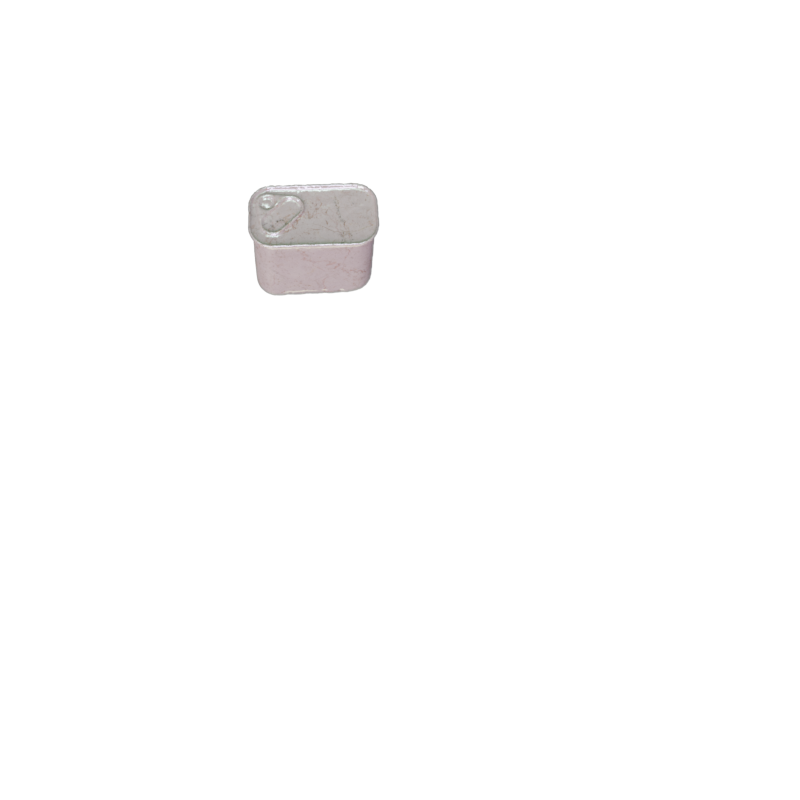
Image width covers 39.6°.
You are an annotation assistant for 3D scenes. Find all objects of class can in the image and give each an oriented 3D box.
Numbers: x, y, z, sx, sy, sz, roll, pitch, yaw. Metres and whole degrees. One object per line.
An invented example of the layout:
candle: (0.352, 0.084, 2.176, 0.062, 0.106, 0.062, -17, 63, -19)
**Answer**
can: (-0.070, -0.128, 0.898, 0.102, 0.061, 0.079, -2, -27, -3)
